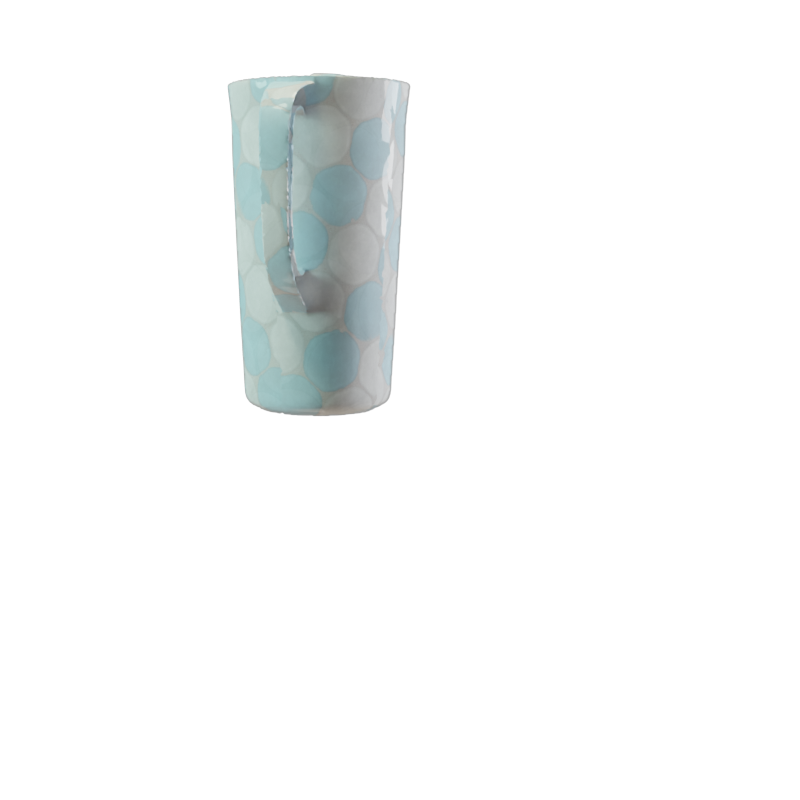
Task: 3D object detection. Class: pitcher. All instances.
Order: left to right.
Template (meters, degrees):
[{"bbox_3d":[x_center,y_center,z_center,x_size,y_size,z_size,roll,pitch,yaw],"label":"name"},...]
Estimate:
[{"bbox_3d":[-0.063,-0.115,0.805,0.144,0.242,0.151,-2,4,-32],"label":"pitcher"}]
